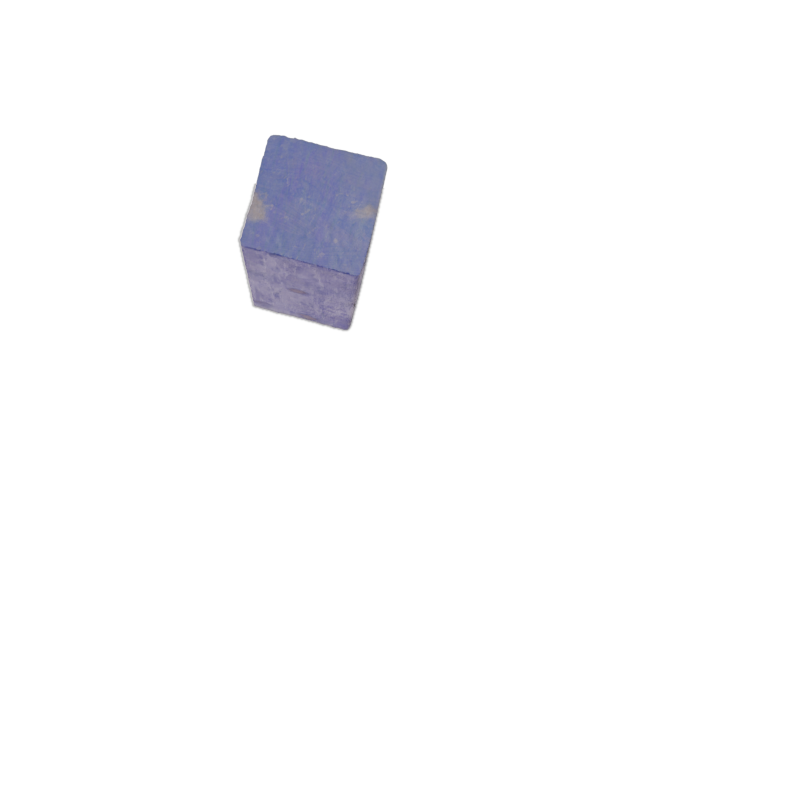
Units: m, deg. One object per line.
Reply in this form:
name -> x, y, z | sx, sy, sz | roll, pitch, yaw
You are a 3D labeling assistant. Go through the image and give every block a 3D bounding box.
block -> -0.069, -0.127, 0.884 | 0.091, 0.092, 0.201 | 14, -9, -1
